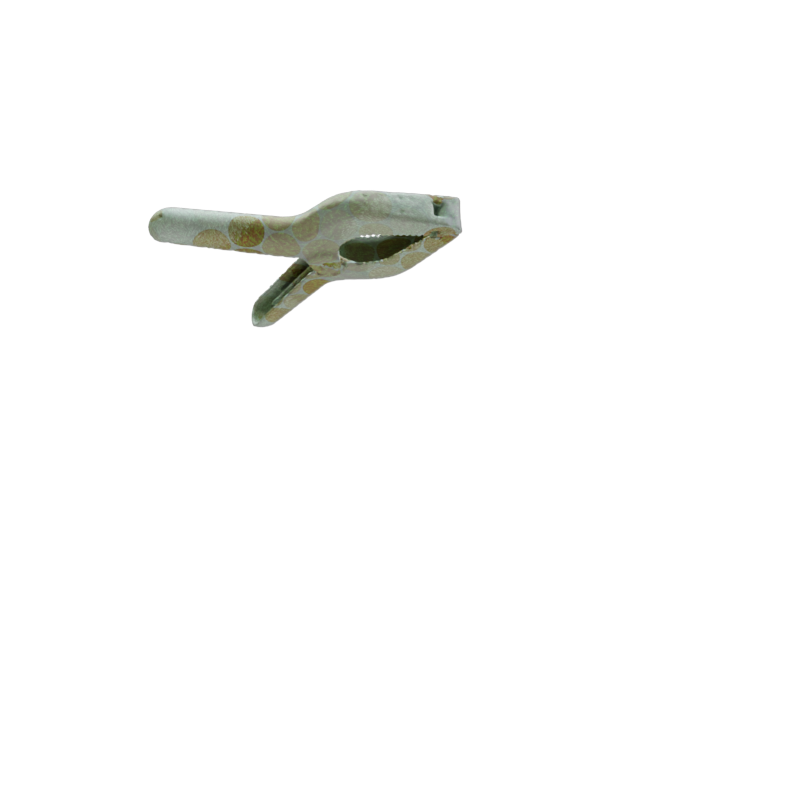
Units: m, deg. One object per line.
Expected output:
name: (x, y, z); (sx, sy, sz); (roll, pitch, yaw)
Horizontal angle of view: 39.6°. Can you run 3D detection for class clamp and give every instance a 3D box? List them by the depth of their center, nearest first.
clamp: (-0.062, -0.112, 0.788); (0.213, 0.038, 0.153); (-13, -27, 27)
